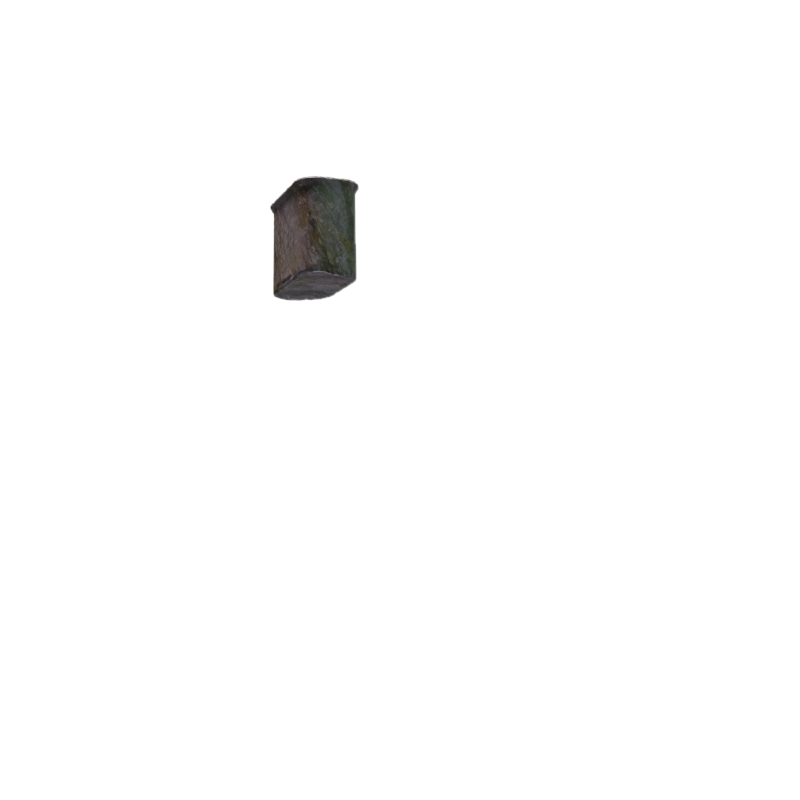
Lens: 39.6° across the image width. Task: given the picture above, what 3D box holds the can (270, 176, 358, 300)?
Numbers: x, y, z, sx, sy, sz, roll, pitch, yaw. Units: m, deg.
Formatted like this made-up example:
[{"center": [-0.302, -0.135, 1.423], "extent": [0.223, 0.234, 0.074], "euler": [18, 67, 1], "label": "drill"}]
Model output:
[{"center": [-0.075, -0.136, 0.956], "extent": [0.056, 0.087, 0.102], "euler": [5, -13, -22], "label": "can"}]
